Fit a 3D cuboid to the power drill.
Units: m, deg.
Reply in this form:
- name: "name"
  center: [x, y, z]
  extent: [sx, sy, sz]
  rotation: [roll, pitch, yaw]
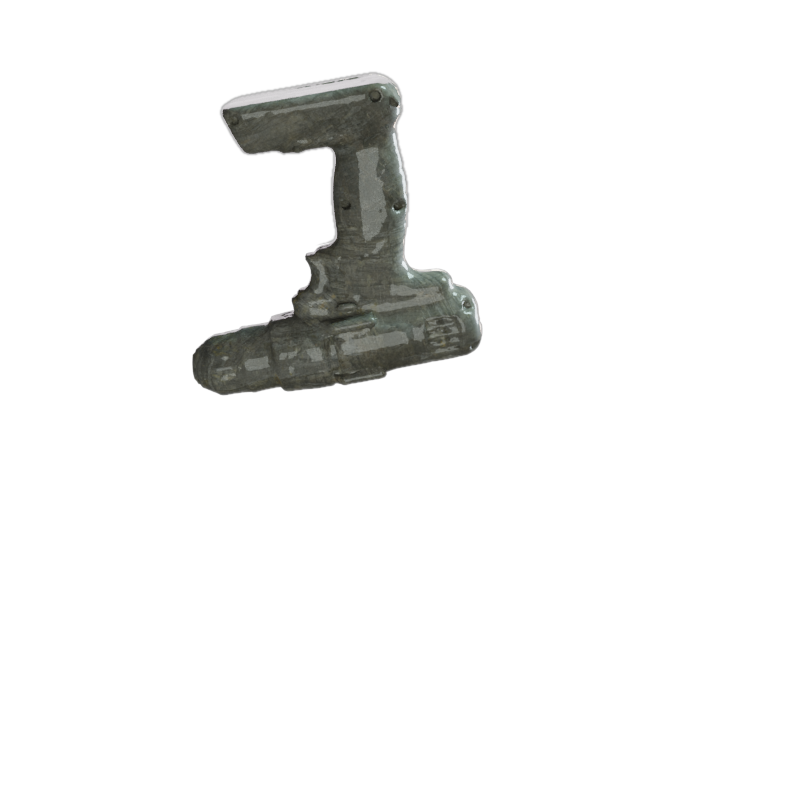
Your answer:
- name: "power drill"
  center: [-0.053, -0.097, 0.681]
  extent: [0.185, 0.180, 0.060]
  rotation: [-11, 18, 3]
